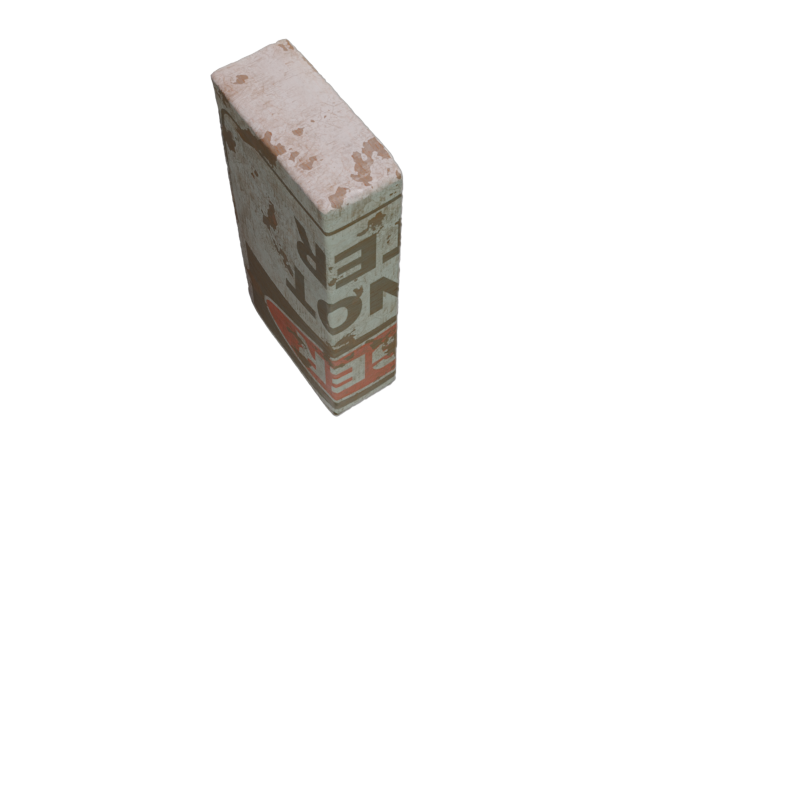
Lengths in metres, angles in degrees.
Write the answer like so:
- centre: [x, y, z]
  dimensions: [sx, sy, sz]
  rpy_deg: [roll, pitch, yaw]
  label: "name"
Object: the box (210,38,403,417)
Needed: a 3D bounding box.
- centre: [-0.040, -0.074, 0.522]
  dimensions: [0.048, 0.100, 0.165]
  rpy_deg: [-28, -25, -19]
  label: "box"
